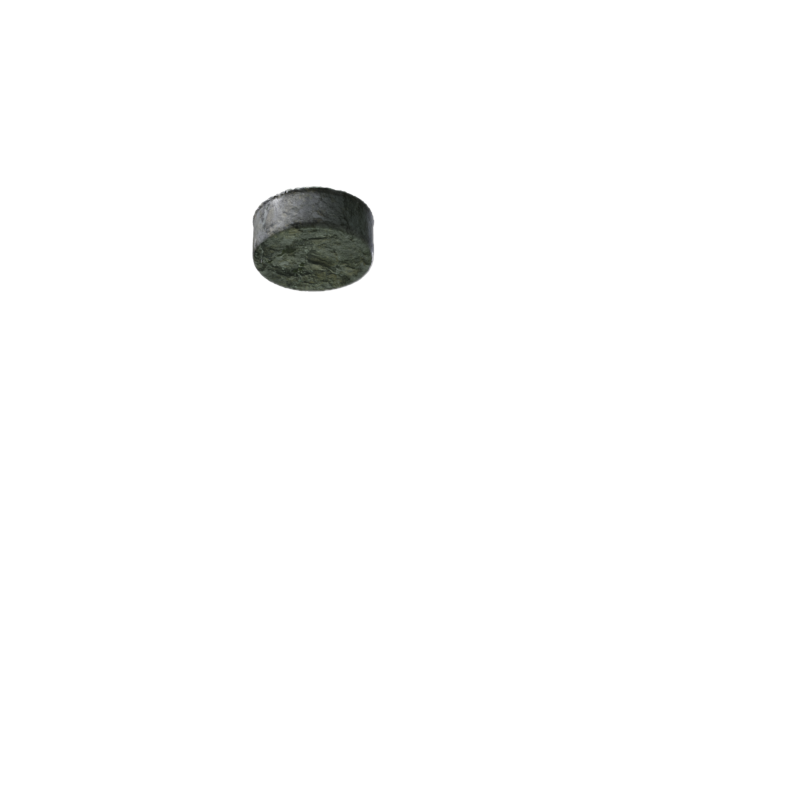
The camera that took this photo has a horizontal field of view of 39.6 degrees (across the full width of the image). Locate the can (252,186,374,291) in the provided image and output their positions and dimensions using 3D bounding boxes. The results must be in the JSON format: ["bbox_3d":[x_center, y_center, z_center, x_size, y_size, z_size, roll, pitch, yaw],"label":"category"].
[{"bbox_3d":[-0.060,-0.110,0.772,0.086,0.036,0.081,1,-28,-2],"label":"can"}]
